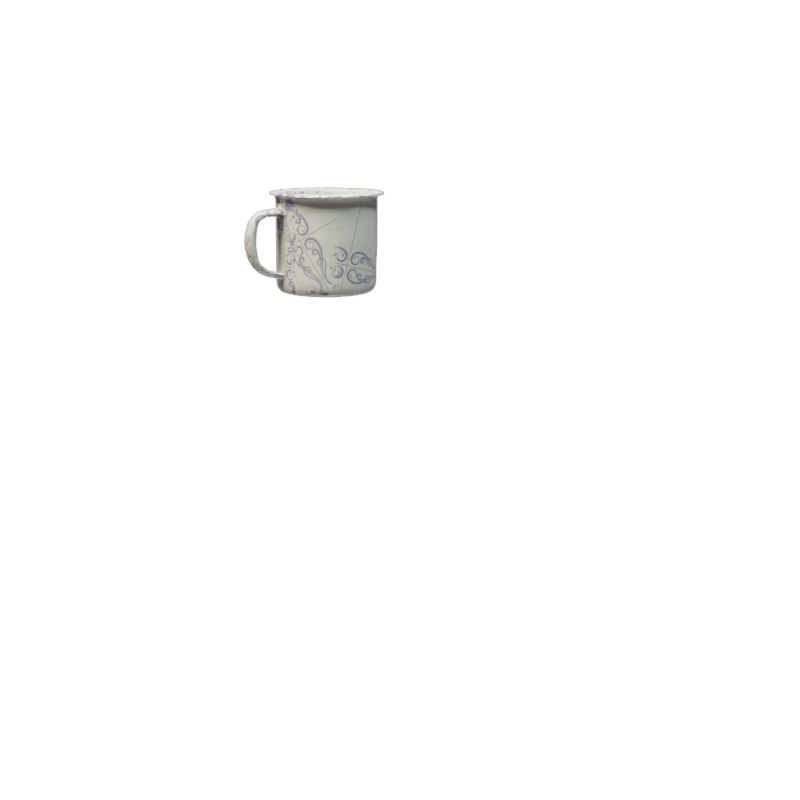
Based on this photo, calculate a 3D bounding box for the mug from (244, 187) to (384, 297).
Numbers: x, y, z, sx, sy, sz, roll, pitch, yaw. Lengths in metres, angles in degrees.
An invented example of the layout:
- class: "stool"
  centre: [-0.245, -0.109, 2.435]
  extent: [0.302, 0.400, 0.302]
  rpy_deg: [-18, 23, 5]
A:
- class: "mug"
  centre: [-0.070, -0.127, 0.893]
  extent: [0.114, 0.080, 0.098]
  rpy_deg: [-7, 13, -30]
